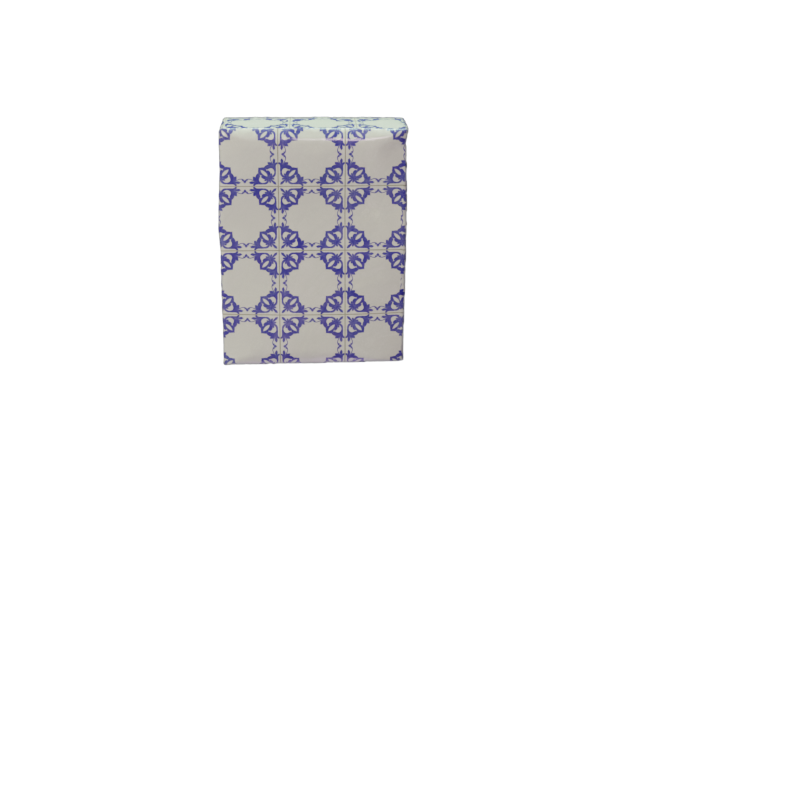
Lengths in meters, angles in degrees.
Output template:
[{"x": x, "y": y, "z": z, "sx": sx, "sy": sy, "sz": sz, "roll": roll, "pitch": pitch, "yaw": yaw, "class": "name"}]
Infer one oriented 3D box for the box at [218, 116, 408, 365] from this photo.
[{"x": -0.077, "y": -0.140, "z": 0.982, "sx": 0.164, "sy": 0.206, "sz": 0.075, "roll": 0, "pitch": 16, "yaw": -2, "class": "box"}]
